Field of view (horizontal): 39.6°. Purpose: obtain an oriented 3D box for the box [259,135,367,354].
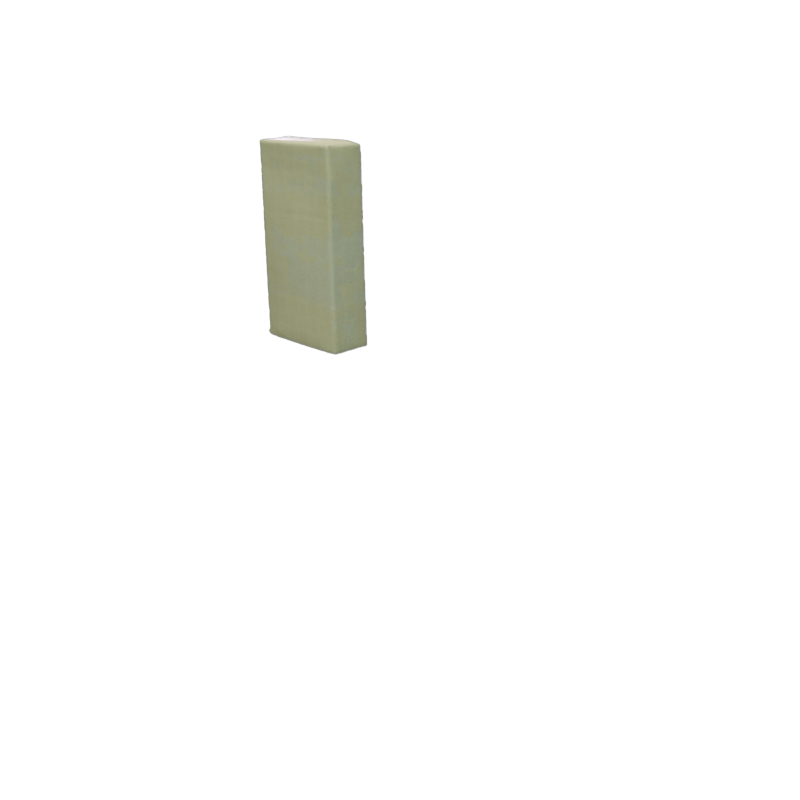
[{"bbox_3d":[-0.074,-0.136,0.950,0.047,0.172,0.098,-9,15,-41],"label":"box"}]
